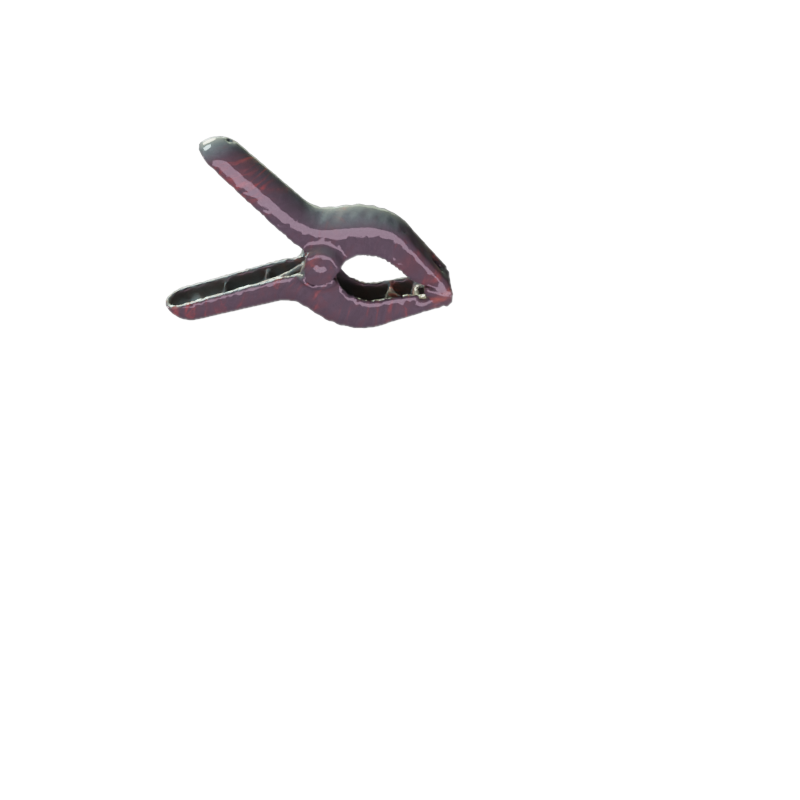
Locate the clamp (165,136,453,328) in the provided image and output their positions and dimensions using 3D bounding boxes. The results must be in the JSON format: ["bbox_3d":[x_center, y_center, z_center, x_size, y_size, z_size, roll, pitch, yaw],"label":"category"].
[{"bbox_3d":[-0.051,-0.093,0.652,0.170,0.113,0.042,4,38,-4],"label":"clamp"}]
